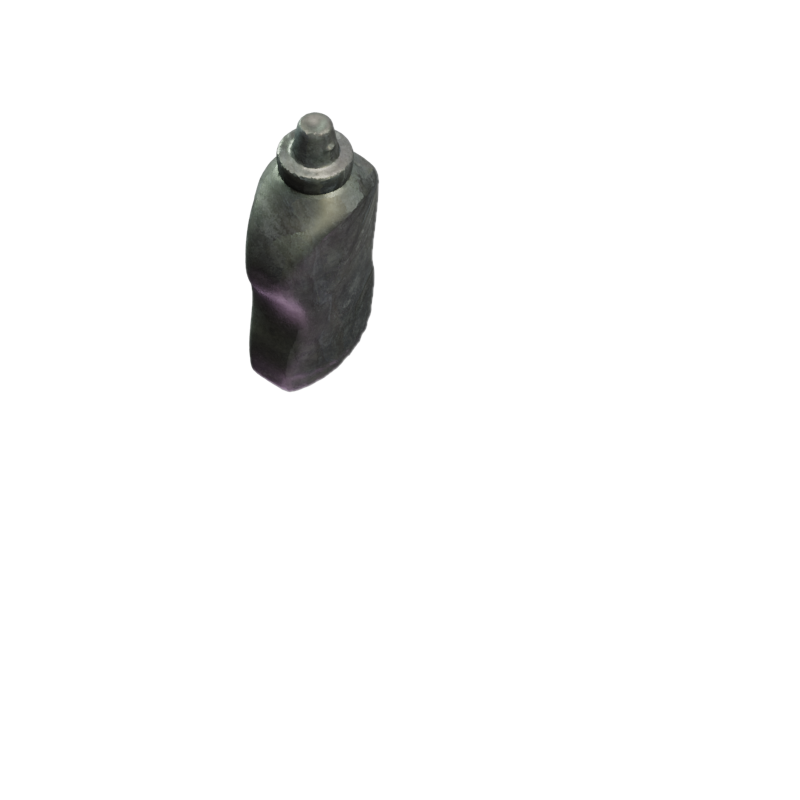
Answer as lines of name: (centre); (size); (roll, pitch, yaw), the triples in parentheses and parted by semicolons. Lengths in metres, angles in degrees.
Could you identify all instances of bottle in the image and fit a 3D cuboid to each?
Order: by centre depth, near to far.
bottle: (-0.050, -0.091, 0.641); (0.061, 0.098, 0.179); (32, -31, 17)
